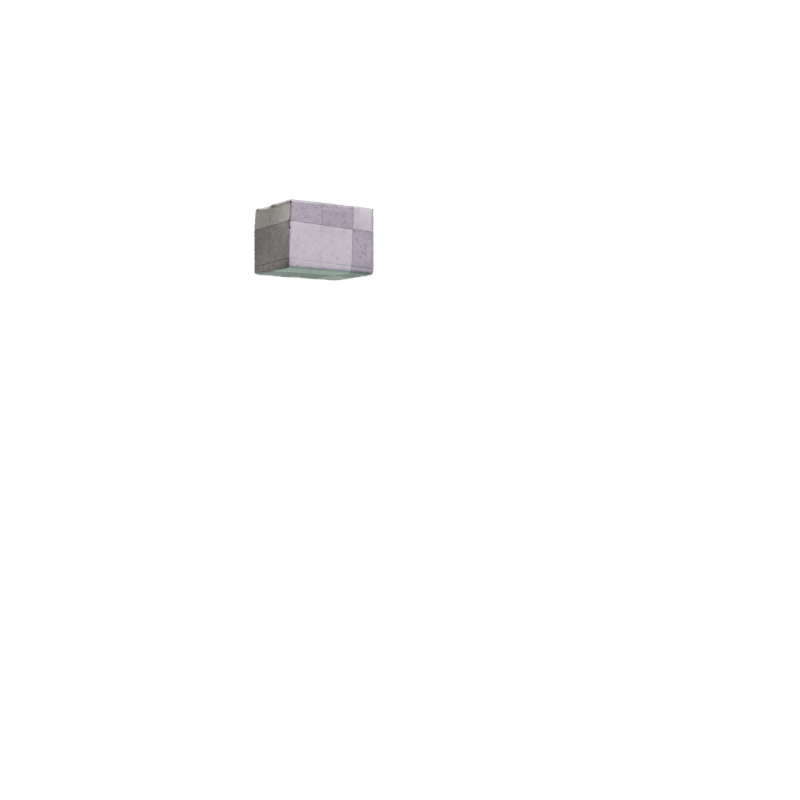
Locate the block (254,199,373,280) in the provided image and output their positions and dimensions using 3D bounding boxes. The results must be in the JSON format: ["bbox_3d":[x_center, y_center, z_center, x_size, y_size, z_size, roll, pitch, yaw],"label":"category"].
[{"bbox_3d":[-0.066,-0.120,0.841,0.075,0.052,0.054,2,-4,-36],"label":"block"}]
